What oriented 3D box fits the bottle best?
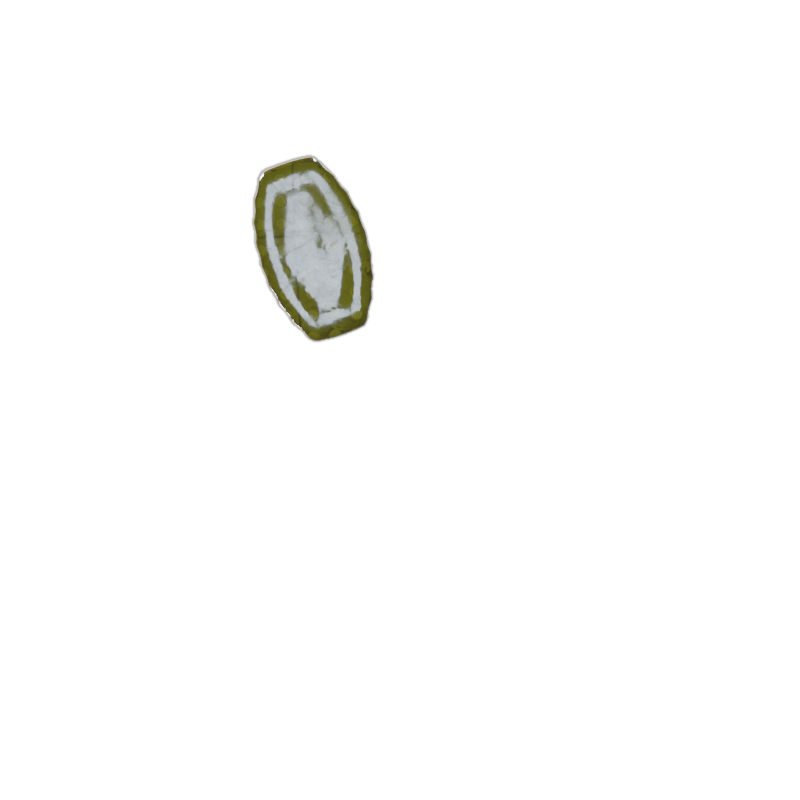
[{"bbox_3d":[-0.052,-0.095,0.668,0.058,0.094,0.195,-19,10,-1],"label":"bottle"}]
